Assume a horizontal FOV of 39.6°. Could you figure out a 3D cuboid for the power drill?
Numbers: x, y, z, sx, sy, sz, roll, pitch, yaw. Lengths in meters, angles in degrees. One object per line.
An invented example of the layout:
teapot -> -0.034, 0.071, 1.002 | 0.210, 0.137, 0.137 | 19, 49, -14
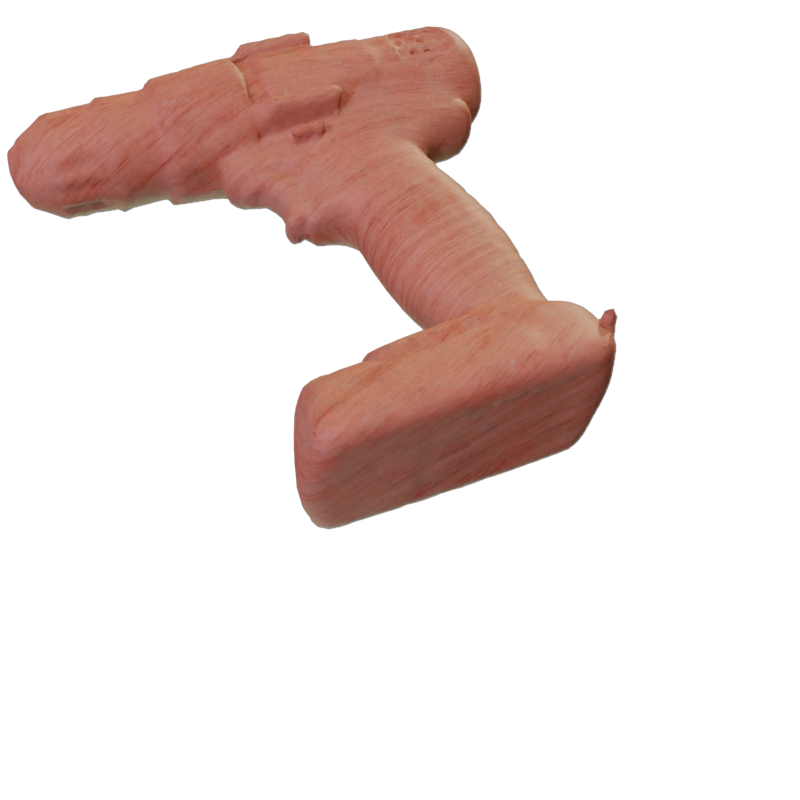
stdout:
power drill -> -0.030, -0.055, 0.382 | 0.183, 0.203, 0.053 | -17, -36, -13
